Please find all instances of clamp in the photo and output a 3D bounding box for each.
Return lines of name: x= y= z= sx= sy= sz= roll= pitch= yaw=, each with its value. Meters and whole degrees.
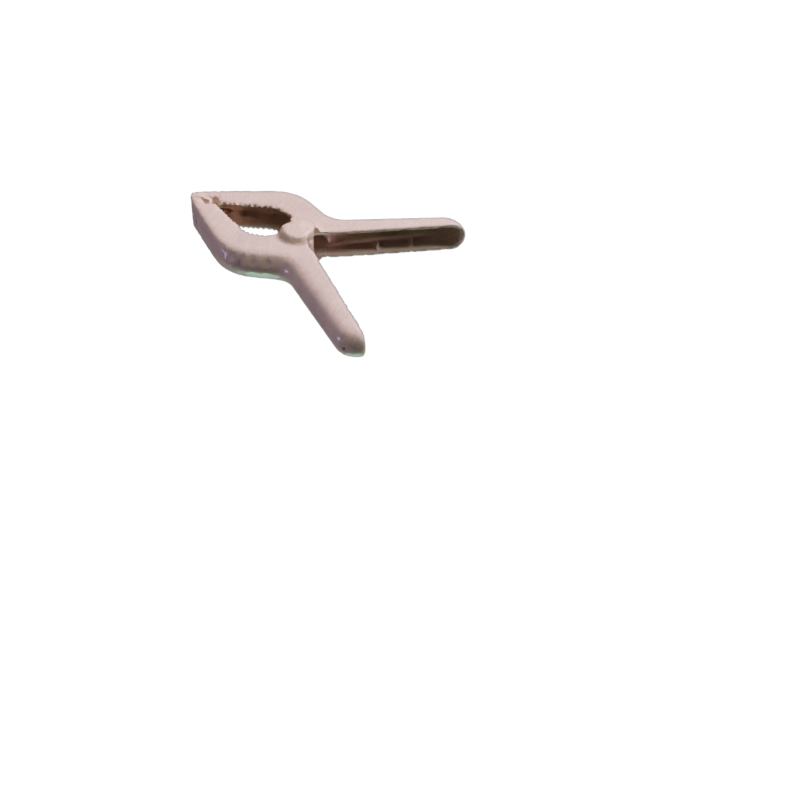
clamp: x=-0.066 y=-0.121 z=0.846 sx=0.222 sy=0.034 sz=0.167 roll=27 pitch=47 yaw=28
